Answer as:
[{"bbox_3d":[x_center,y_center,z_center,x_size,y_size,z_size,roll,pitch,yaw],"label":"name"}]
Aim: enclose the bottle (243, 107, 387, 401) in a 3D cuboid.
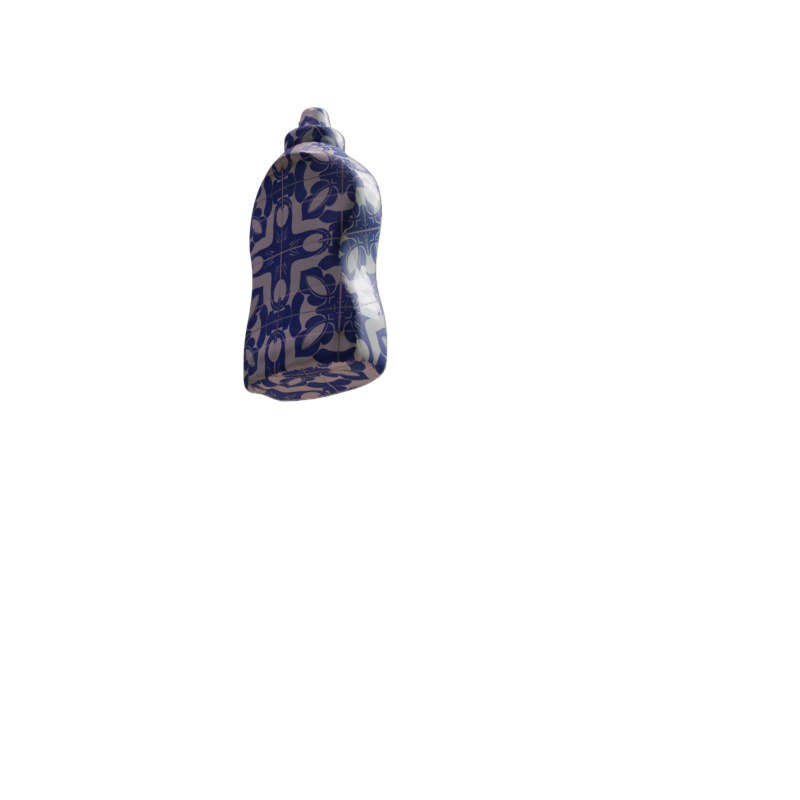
[{"bbox_3d":[-0.055,-0.101,0.709,0.097,0.202,0.055,-20,-29,38],"label":"bottle"}]
